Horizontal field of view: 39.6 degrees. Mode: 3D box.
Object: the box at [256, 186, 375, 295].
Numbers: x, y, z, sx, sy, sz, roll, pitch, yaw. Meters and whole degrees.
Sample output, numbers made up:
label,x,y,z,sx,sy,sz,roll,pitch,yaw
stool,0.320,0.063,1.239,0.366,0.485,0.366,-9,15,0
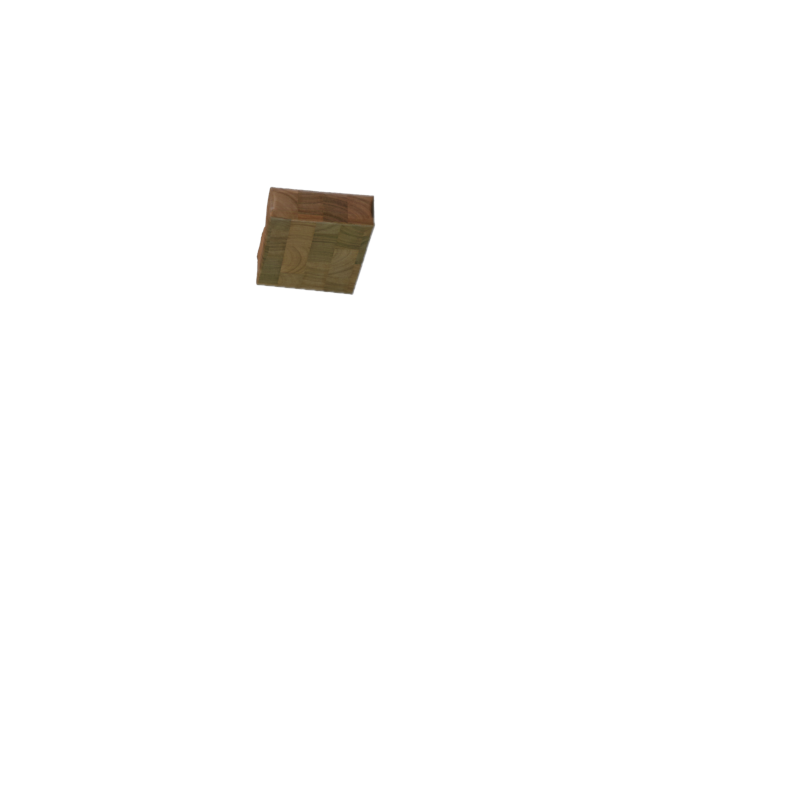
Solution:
label,x,y,z,sx,sy,sz,roll,pitch,yaw
box,-0.062,-0.112,0.786,0.072,0.032,0.085,5,-30,-9
